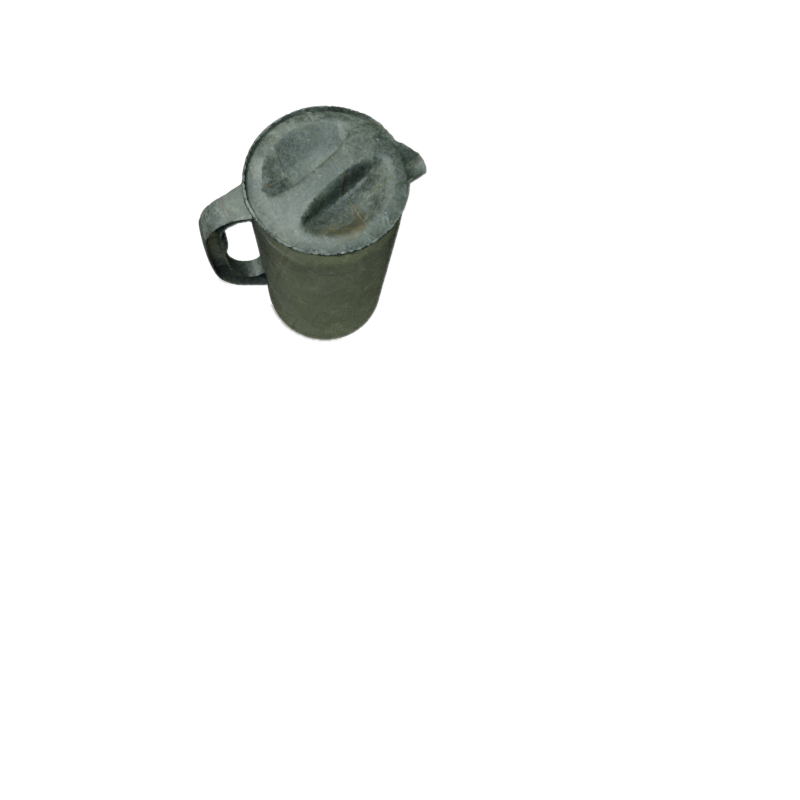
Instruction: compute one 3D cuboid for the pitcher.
[{"bbox_3d":[-0.076,-0.139,0.972,0.152,0.149,0.231,26,-19,6],"label":"pitcher"}]
